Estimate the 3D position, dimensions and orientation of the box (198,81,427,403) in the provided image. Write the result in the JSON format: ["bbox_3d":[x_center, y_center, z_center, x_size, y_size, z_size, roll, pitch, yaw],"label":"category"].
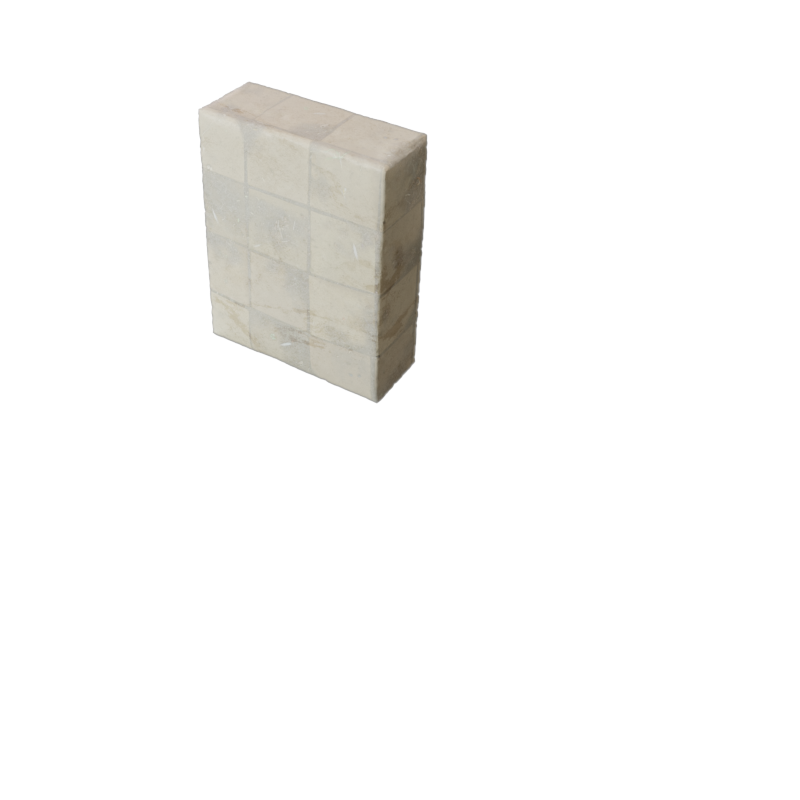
[{"bbox_3d":[-0.067,-0.123,0.859,0.172,0.200,0.073,23,41,25],"label":"box"}]
